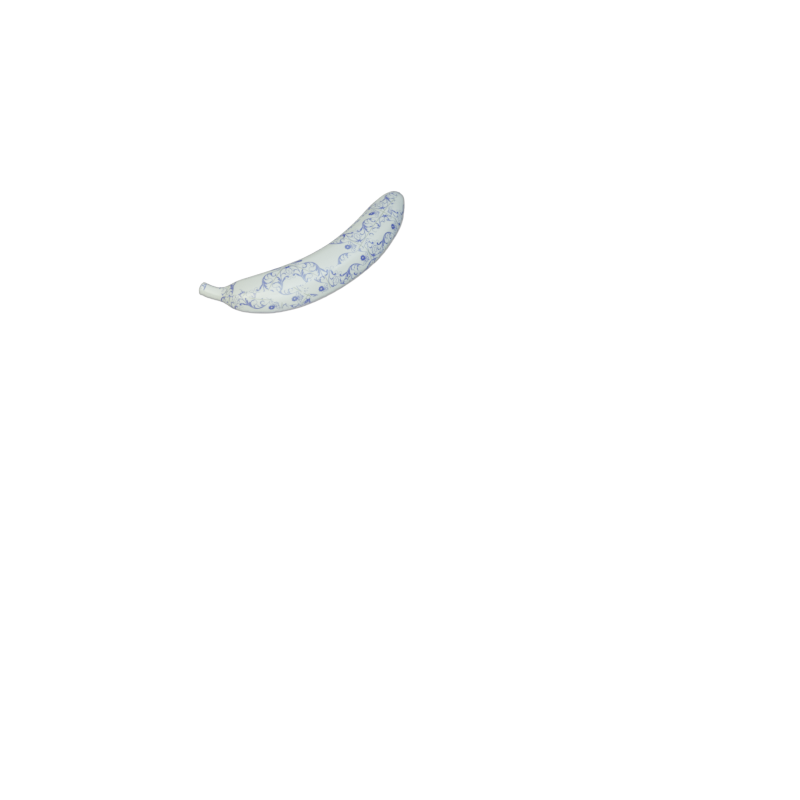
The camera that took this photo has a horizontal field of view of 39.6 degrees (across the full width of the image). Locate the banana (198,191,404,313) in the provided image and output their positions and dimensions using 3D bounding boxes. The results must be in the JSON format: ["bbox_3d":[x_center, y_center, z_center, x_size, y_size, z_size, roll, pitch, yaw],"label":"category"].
[{"bbox_3d":[-0.065,-0.117,0.913,0.197,0.075,0.034,-28,-32,-20],"label":"banana"}]
